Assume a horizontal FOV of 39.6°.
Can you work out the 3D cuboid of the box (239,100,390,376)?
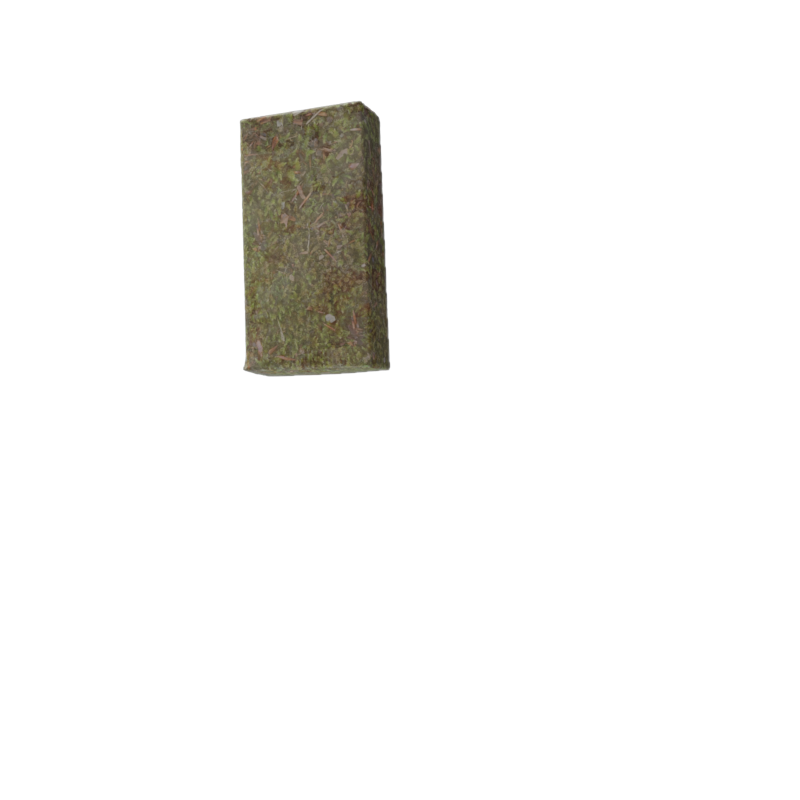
[{"bbox_3d":[-0.058,-0.107,0.747,0.095,0.181,0.046,-5,-12,22],"label":"box"}]
